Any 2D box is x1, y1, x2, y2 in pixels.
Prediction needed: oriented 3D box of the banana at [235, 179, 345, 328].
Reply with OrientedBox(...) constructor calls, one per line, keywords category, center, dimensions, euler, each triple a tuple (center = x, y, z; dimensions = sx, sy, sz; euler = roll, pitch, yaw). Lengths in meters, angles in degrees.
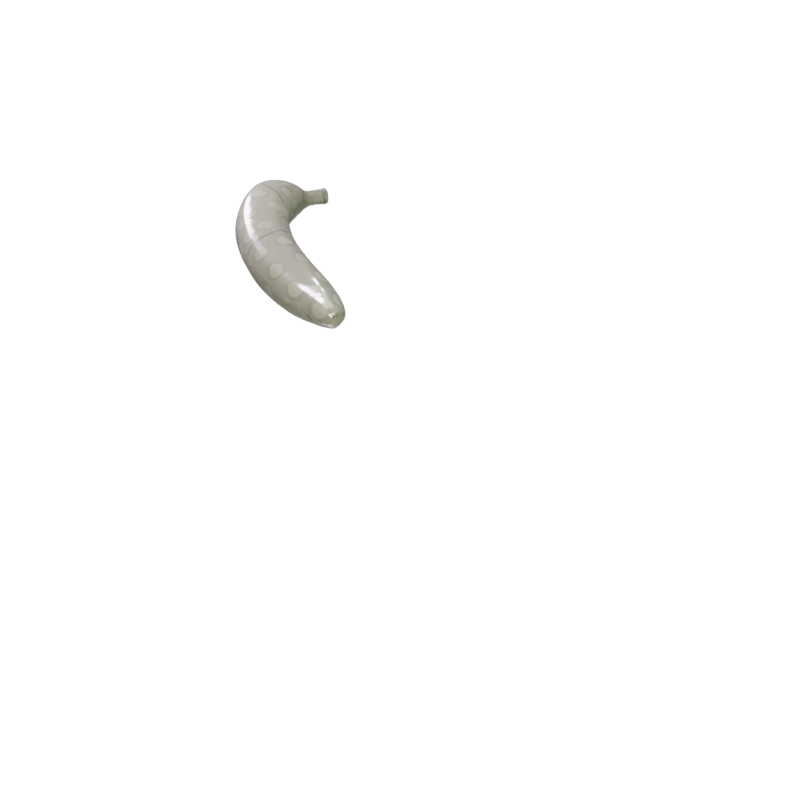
OrientedBox(category="banana", center=(-0.078, -0.109, 0.755), dimensions=(0.069, 0.034, 0.211), euler=(-3, 34, -5))
